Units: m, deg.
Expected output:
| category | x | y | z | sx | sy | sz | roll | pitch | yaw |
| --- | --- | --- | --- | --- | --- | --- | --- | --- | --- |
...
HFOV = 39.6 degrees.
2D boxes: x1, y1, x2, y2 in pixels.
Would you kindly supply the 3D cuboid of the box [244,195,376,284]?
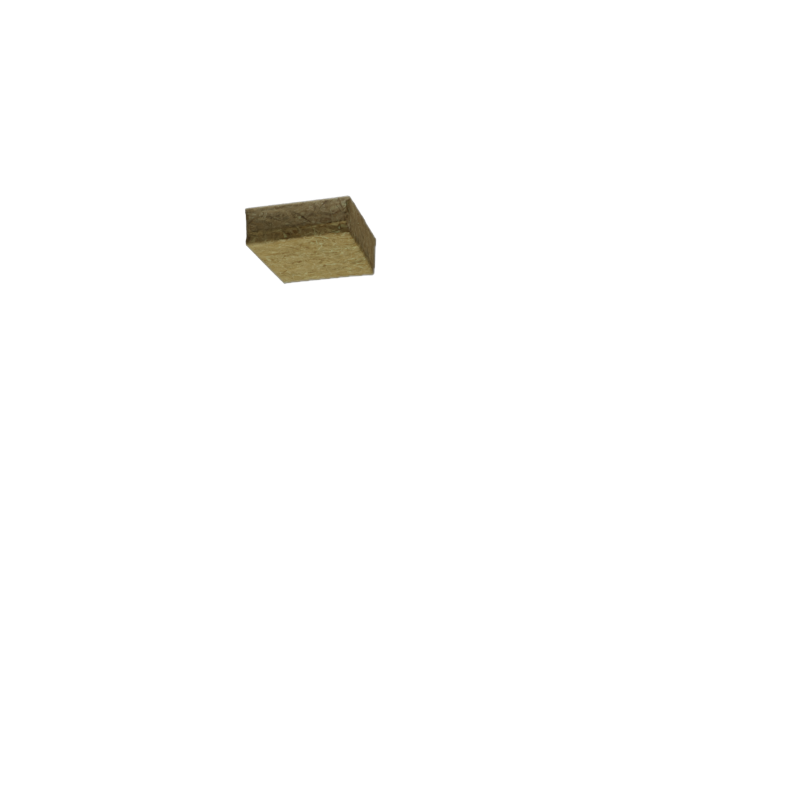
| category | x | y | z | sx | sy | sz | roll | pitch | yaw |
| --- | --- | --- | --- | --- | --- | --- | --- | --- | --- |
| box | -0.074 | -0.136 | 0.950 | 0.091 | 0.041 | 0.107 | -4 | -15 | 12 |
